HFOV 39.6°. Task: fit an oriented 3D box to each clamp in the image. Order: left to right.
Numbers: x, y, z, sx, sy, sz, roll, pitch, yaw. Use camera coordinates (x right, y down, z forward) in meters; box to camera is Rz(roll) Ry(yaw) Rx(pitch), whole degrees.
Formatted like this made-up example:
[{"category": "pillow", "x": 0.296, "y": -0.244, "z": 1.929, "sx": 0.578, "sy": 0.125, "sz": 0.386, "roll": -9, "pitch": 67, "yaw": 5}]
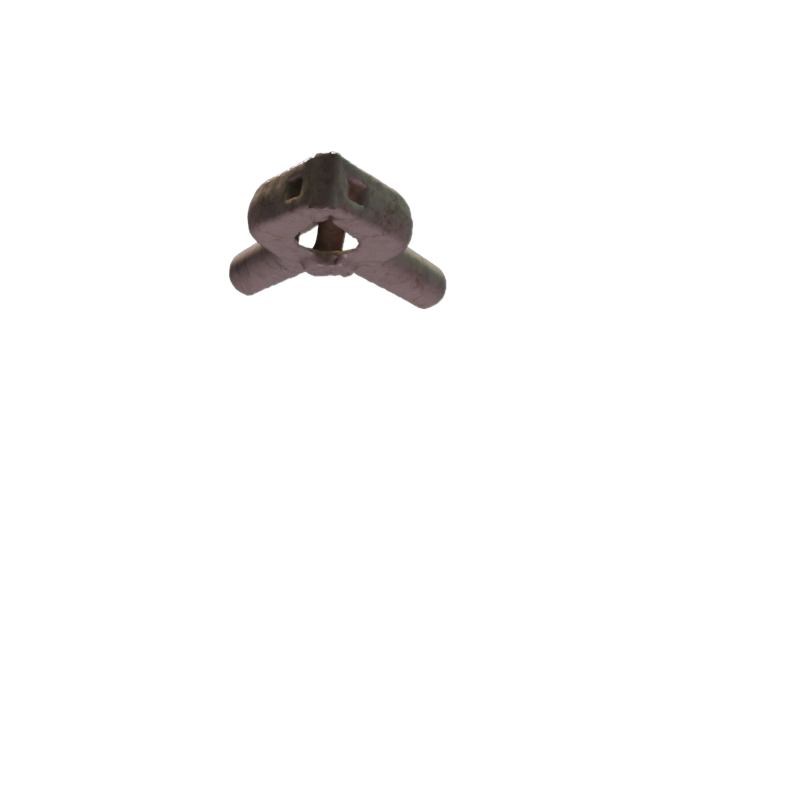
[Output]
[{"category": "clamp", "x": -0.044, "y": -0.080, "z": 0.560, "sx": 0.121, "sy": 0.041, "sz": 0.162, "roll": -3, "pitch": -15, "yaw": 9}]
